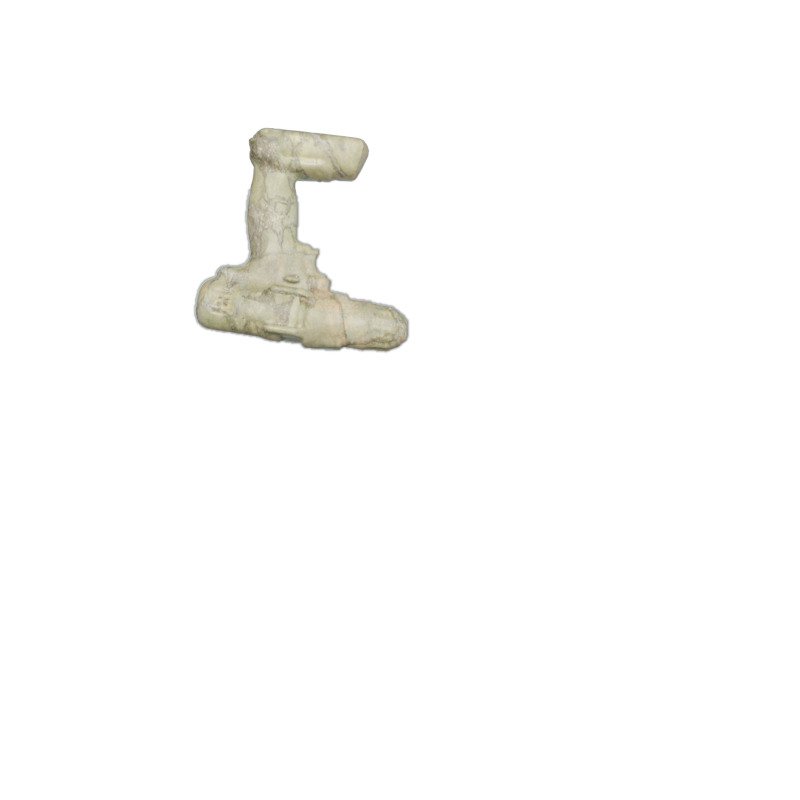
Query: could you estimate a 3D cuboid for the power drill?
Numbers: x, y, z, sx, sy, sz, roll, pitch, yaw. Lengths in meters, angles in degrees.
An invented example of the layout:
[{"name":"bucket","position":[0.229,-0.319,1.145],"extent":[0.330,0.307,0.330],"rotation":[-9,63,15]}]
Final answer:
[{"name":"power drill","position":[-0.076,-0.139,0.970],"extent":[0.185,0.194,0.055],"rotation":[8,-15,2]}]
